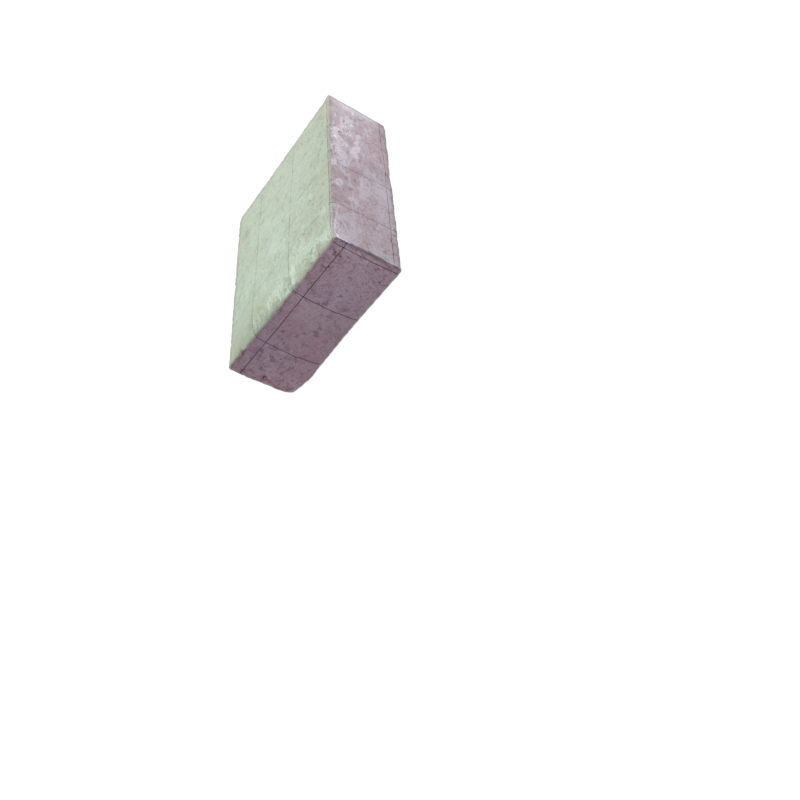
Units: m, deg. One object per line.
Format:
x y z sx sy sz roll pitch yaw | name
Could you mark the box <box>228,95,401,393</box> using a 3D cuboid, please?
-0.075 -0.137 0.960 0.069 0.229 0.160 26 -55 -25 | box
